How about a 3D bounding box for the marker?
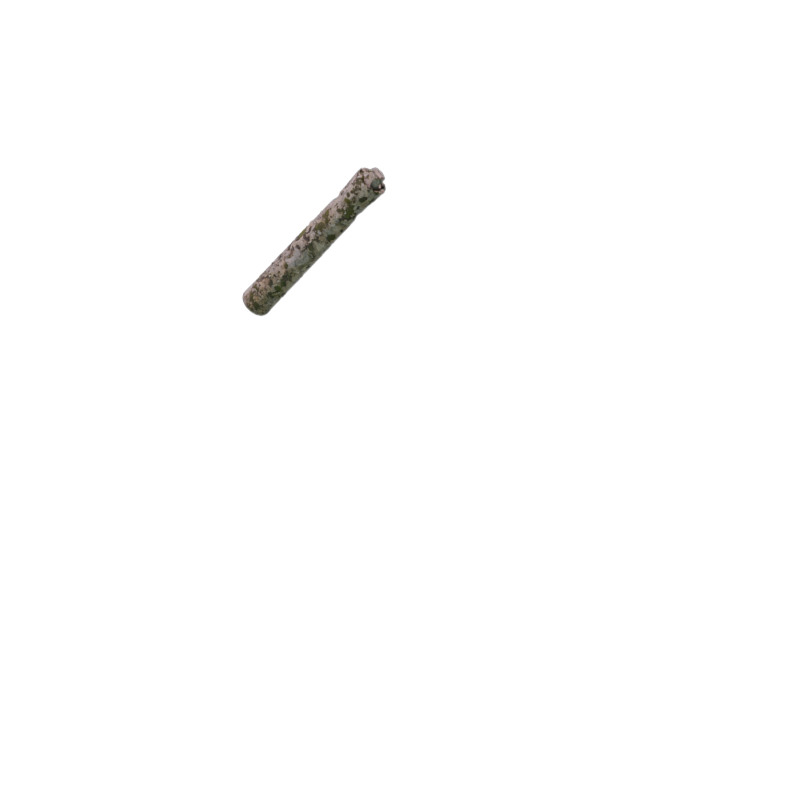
[{"bbox_3d":[-0.049,-0.089,0.627,0.019,0.021,0.119,-3,-31,-50],"label":"marker"}]
